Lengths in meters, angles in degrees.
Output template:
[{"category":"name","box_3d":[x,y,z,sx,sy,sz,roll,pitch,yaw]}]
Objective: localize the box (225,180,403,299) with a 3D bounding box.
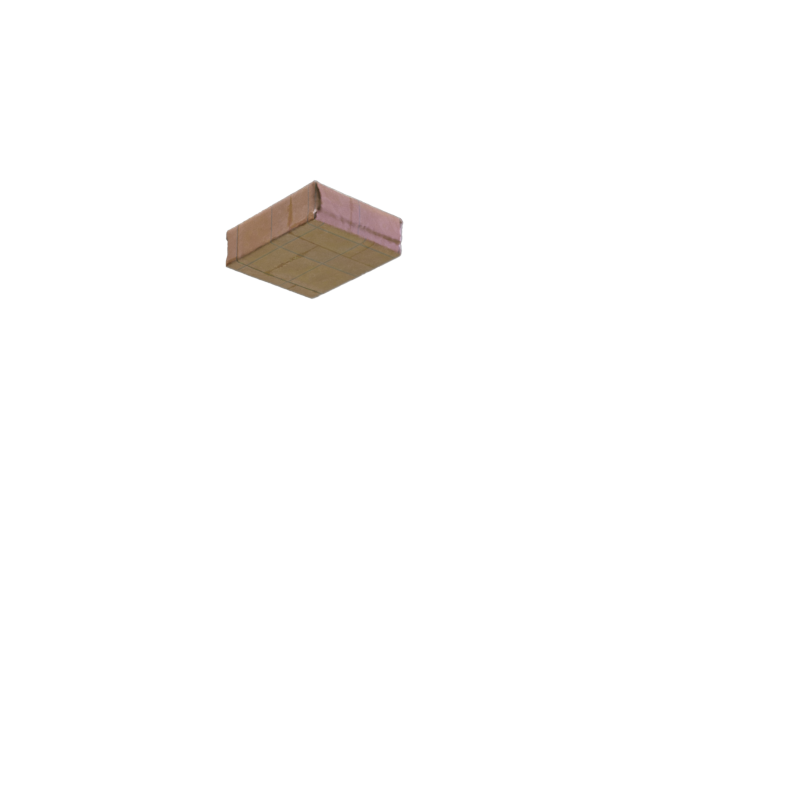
[{"category":"box","box_3d":[-0.054,-0.099,0.691,0.069,0.032,0.090,19,-28,-39]}]
